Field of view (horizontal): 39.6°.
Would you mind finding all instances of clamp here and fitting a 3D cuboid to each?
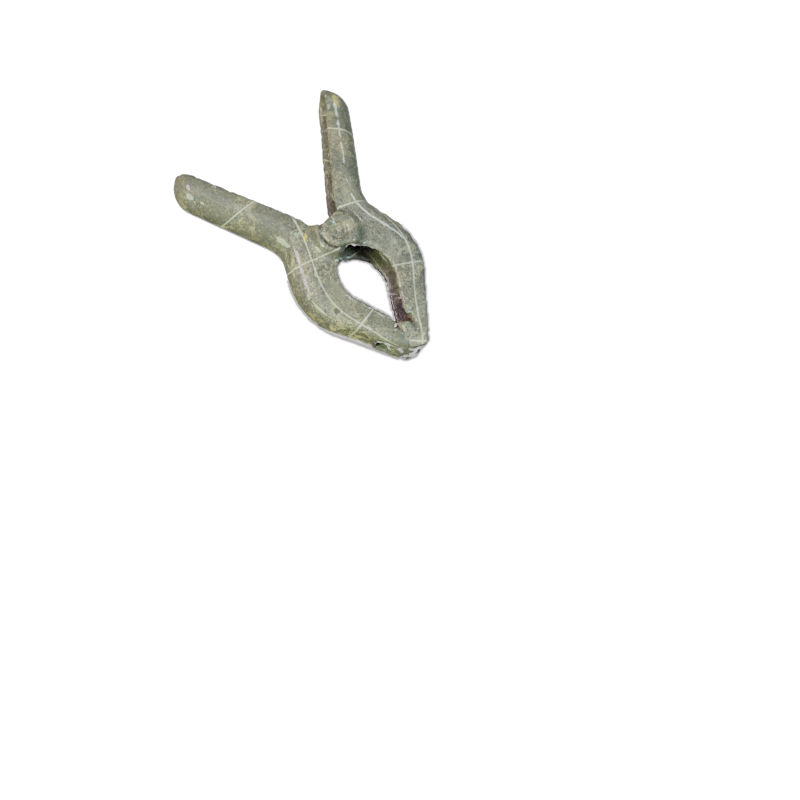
[{"bbox_3d":[-0.051,-0.092,0.646,0.120,0.180,0.037,-27,-18,-10],"label":"clamp"}]
